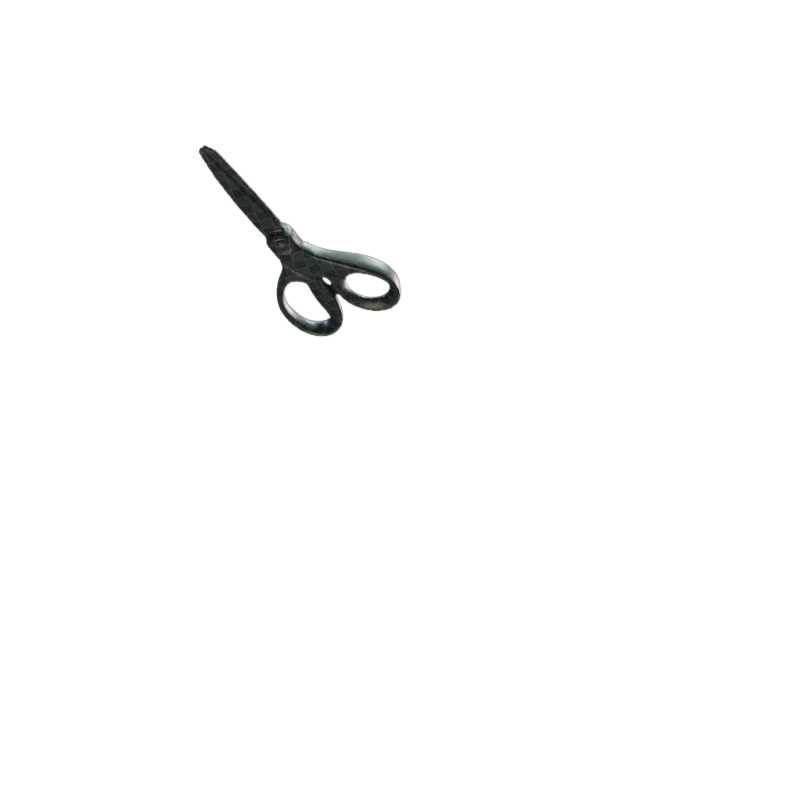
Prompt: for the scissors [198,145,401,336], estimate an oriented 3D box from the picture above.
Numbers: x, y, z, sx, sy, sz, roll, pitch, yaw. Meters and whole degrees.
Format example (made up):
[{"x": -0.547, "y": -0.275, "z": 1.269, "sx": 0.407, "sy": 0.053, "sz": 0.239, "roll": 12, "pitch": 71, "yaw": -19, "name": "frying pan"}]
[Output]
[{"x": -0.057, "y": -0.104, "z": 0.726, "sx": 0.097, "sy": 0.017, "sz": 0.187, "roll": -6, "pitch": -34, "yaw": 8, "name": "scissors"}]
